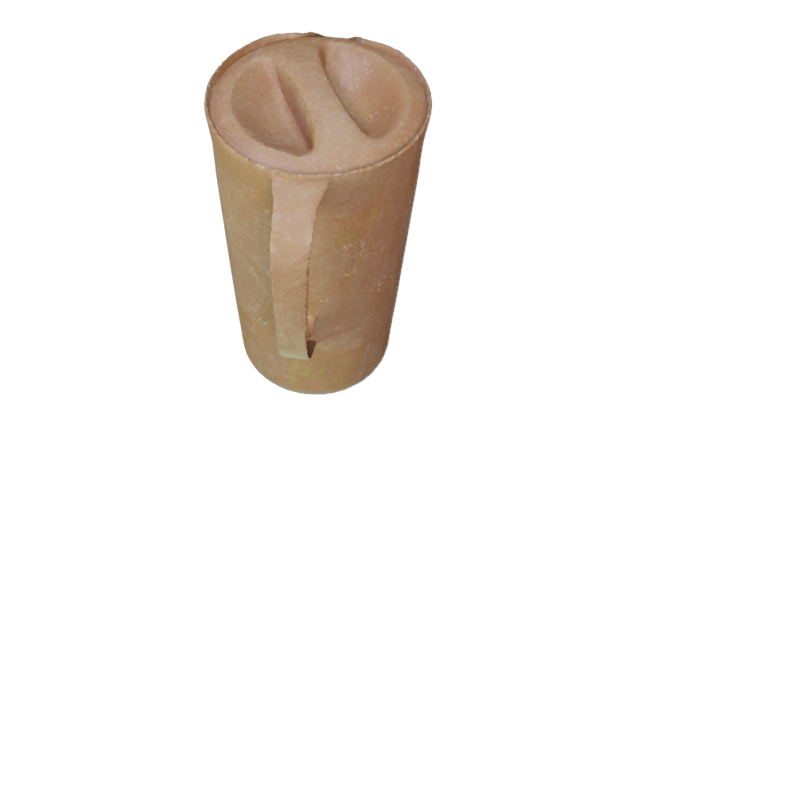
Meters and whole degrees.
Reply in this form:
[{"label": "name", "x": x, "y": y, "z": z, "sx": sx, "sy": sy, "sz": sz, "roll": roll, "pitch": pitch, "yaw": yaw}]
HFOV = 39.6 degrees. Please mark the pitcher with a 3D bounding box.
[{"label": "pitcher", "x": -0.057, "y": -0.104, "z": 0.726, "sx": 0.149, "sy": 0.155, "sz": 0.227, "roll": -32, "pitch": -30, "yaw": -25}]
